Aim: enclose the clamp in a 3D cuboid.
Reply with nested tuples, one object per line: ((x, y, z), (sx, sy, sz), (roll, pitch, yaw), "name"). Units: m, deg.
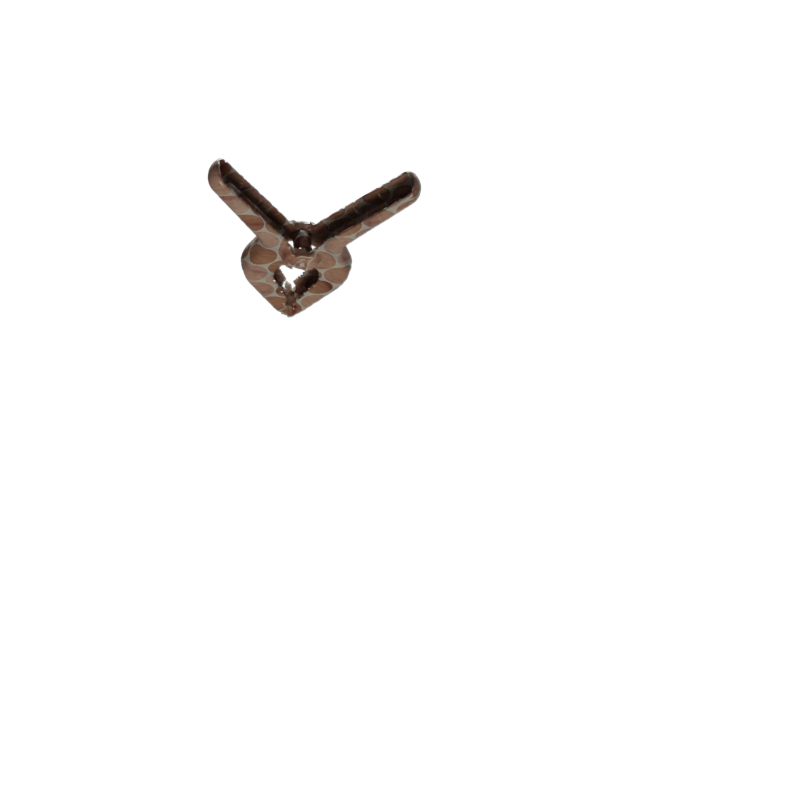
((-0.072, -0.132, 0.924), (0.164, 0.039, 0.198), (1, -27, -3), "clamp")
